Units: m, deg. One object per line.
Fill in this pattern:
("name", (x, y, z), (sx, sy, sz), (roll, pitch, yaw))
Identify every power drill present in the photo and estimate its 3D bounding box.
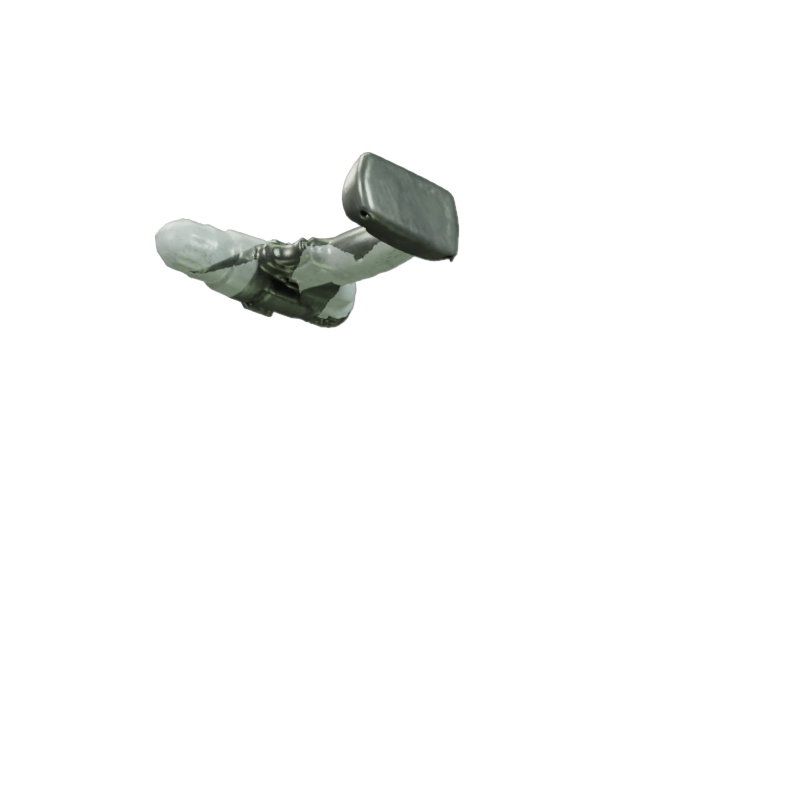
("power drill", (-0.065, -0.119, 0.832), (0.174, 0.060, 0.189), (18, -26, -40))
